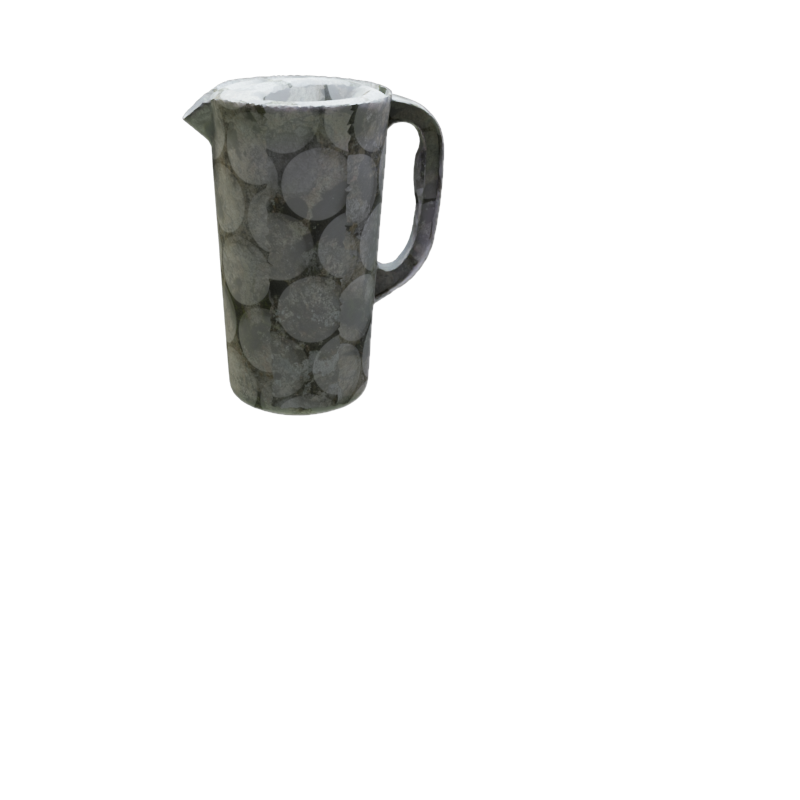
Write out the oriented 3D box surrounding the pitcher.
[{"bbox_3d":[-0.065,-0.118,0.828,0.157,0.233,0.144,16,25,34],"label":"pitcher"}]
